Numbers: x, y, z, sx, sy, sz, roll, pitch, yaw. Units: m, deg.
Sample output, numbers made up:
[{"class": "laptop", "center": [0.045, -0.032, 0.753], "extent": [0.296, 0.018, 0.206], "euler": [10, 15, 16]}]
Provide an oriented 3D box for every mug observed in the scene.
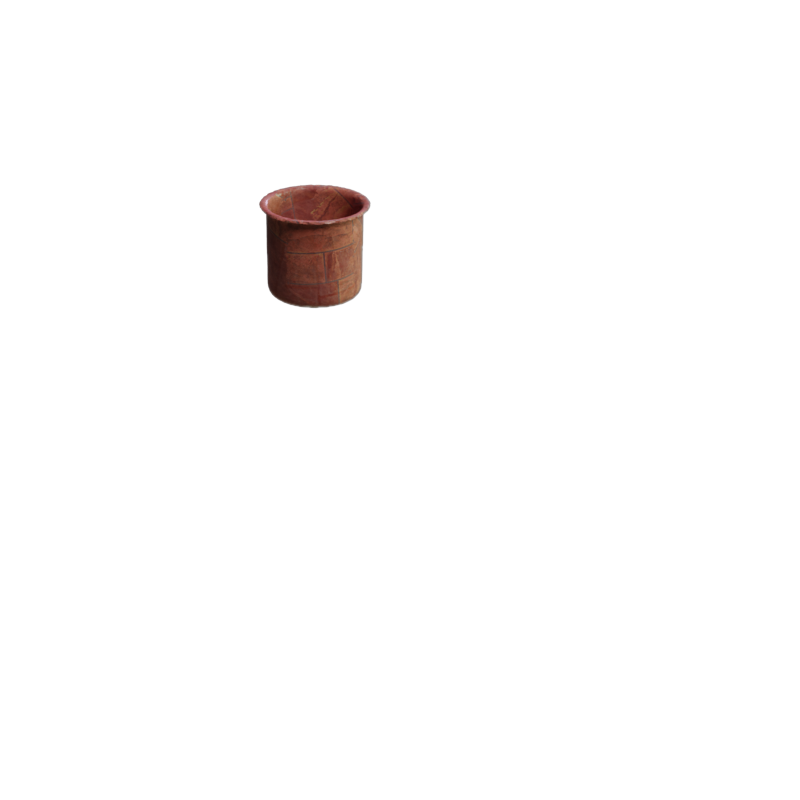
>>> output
[{"class": "mug", "center": [-0.075, -0.136, 0.954], "extent": [0.092, 0.077, 0.125], "euler": [-3, 27, -8]}]
